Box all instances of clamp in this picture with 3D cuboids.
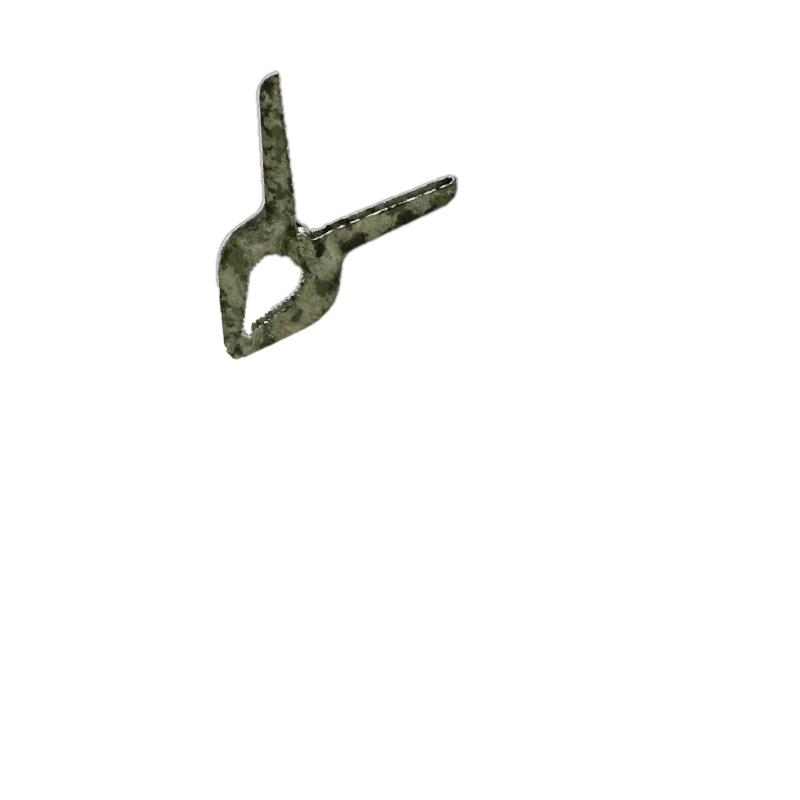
[{"bbox_3d":[-0.065,-0.119,0.831,0.162,0.206,0.038,24,13,-6],"label":"clamp"}]
